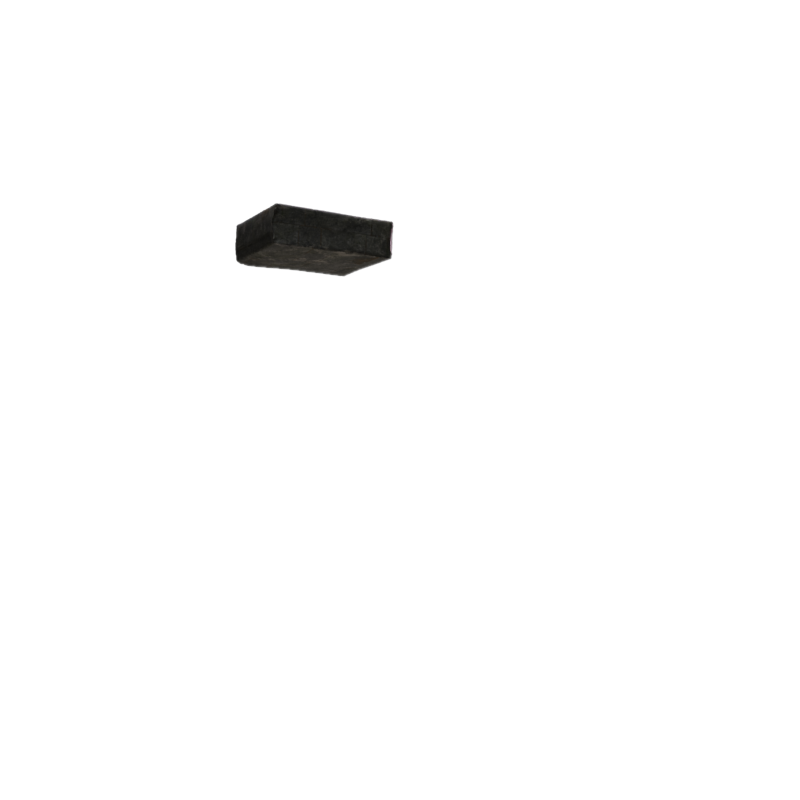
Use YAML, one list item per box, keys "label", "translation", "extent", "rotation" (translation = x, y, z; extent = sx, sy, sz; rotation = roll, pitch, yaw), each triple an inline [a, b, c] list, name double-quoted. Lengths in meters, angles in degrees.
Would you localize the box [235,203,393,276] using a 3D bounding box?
- label: "box"
  translation: [-0.075, -0.137, 0.959]
  extent: [0.109, 0.040, 0.091]
  rotation: [3, -7, -27]
